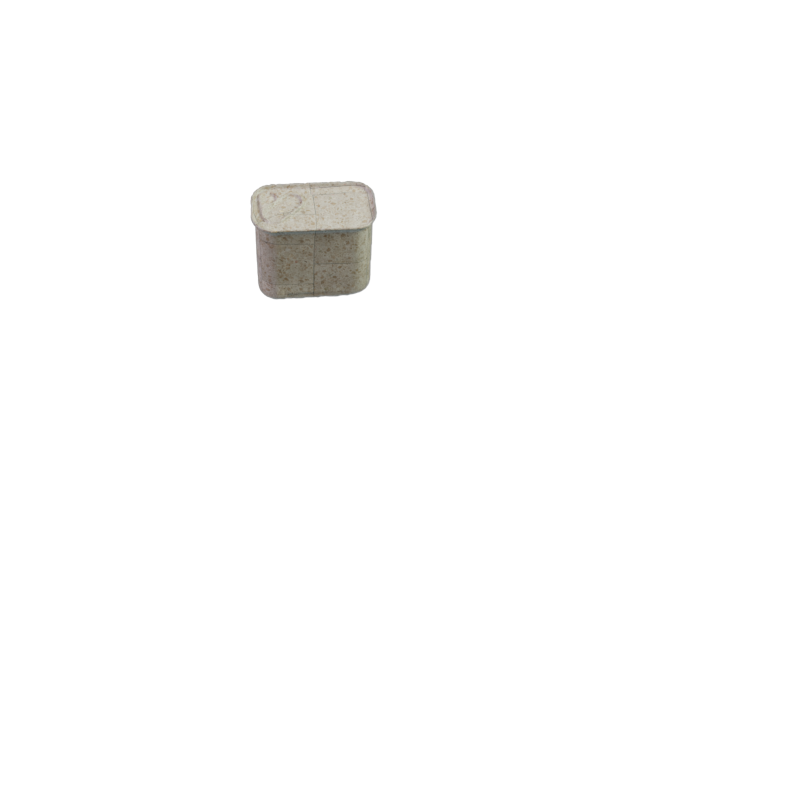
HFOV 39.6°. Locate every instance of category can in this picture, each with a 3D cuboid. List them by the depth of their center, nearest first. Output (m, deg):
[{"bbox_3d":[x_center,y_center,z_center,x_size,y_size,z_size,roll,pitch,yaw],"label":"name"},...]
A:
[{"bbox_3d":[-0.073,-0.132,0.928,0.101,0.062,0.078,-2,-42,-4],"label":"can"}]
